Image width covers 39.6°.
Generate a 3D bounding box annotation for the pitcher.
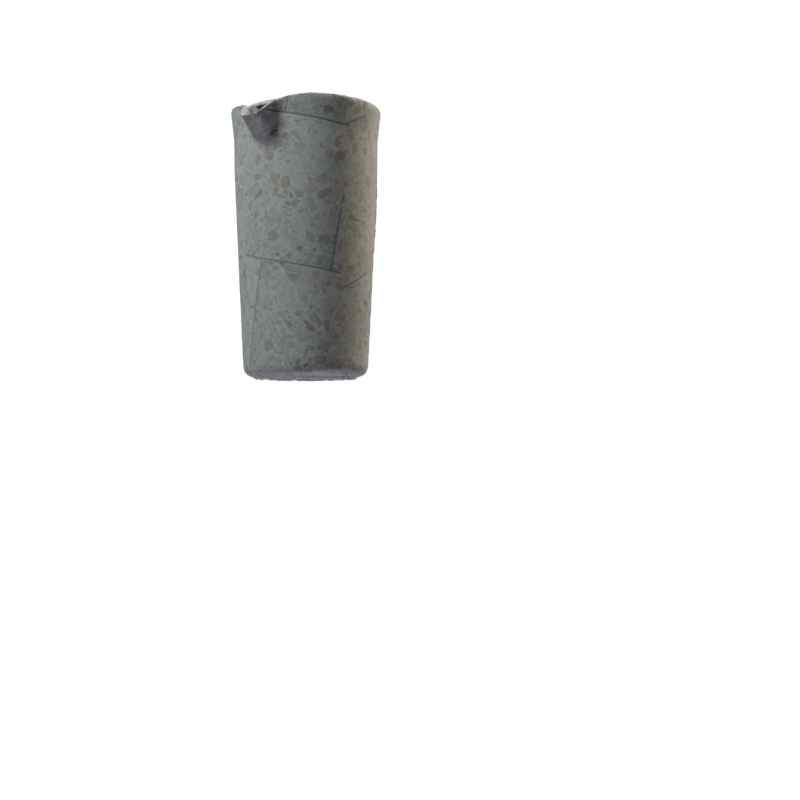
[{"bbox_3d":[-0.077,-0.140,0.981,0.146,0.248,0.145,1,-7,-14],"label":"pitcher"}]
